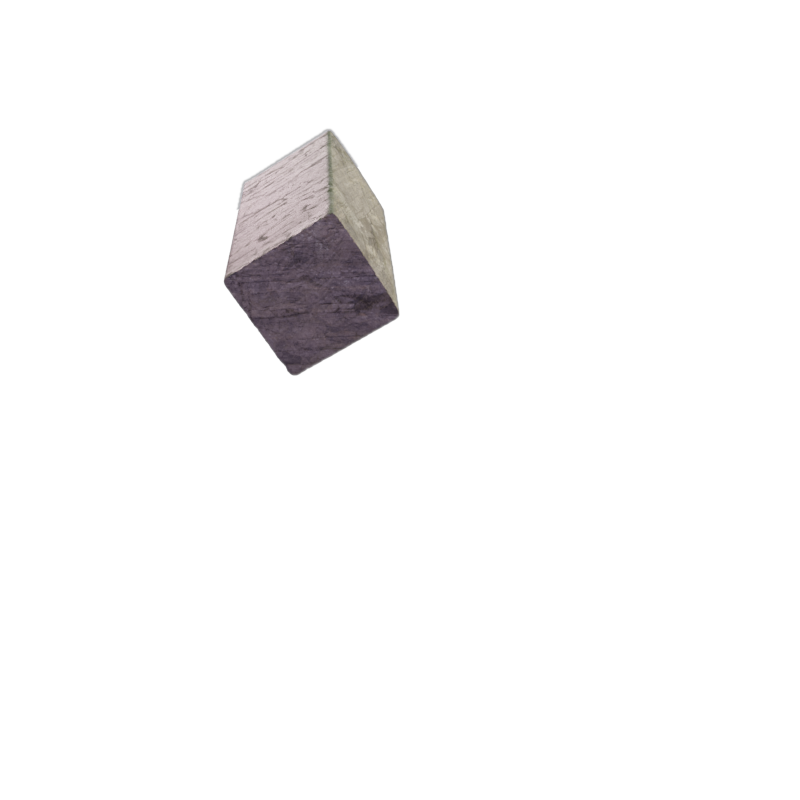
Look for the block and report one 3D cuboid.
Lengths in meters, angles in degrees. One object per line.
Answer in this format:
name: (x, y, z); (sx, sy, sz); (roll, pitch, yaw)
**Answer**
block: (-0.065, -0.119, 0.836); (0.090, 0.085, 0.218); (-30, 25, 11)
